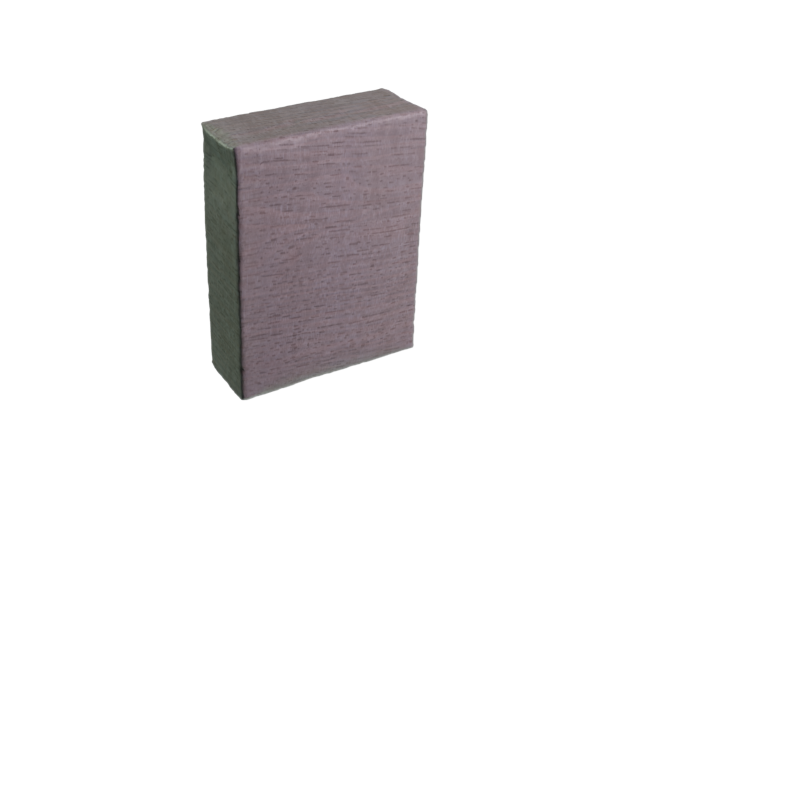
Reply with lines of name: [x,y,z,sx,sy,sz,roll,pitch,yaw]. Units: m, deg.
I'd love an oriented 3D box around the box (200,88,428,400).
box: [-0.068,-0.124,0.870,0.162,0.202,0.077,-16,33,-28]
